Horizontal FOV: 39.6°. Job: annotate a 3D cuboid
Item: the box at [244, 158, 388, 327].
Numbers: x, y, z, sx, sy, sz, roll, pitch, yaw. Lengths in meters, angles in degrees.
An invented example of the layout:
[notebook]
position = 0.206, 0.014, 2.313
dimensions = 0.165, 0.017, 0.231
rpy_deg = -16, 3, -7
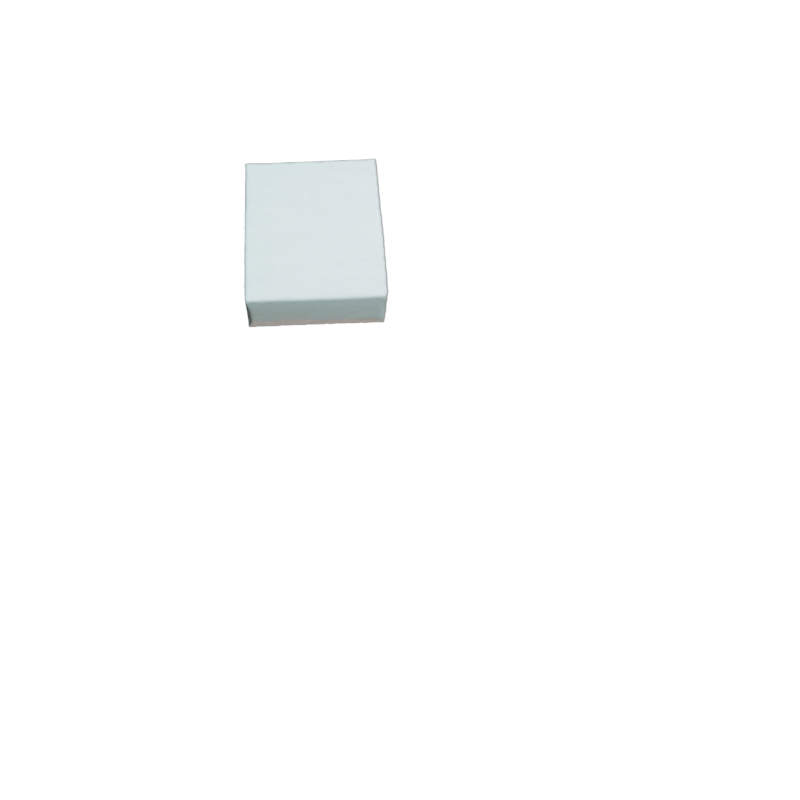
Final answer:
[box]
position = -0.057, -0.104, 0.728
dimensions = 0.090, 0.122, 0.036
rpy_deg = -3, -33, -3
